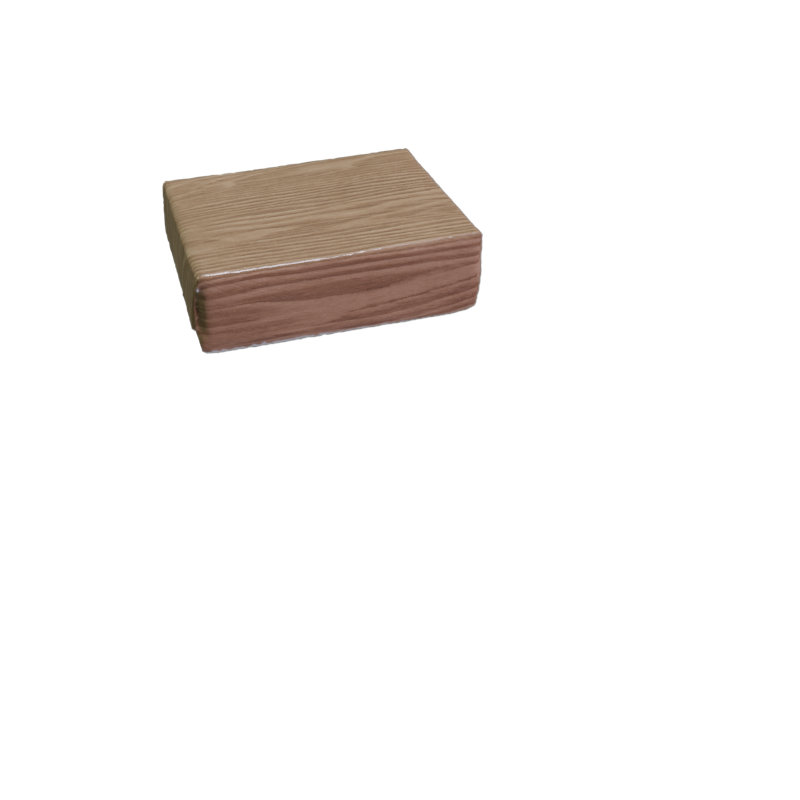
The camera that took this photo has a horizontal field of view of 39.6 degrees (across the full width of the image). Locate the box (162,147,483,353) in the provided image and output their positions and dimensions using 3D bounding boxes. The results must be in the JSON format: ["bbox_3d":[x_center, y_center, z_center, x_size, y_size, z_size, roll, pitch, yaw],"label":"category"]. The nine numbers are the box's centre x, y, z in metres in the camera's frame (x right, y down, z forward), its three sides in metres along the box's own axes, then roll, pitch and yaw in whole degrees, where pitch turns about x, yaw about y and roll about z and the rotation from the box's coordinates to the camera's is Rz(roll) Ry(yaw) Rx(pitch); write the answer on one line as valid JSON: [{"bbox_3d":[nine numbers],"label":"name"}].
[{"bbox_3d":[-0.035,-0.064,0.450,0.112,0.037,0.097,-9,34,-14],"label":"box"}]
